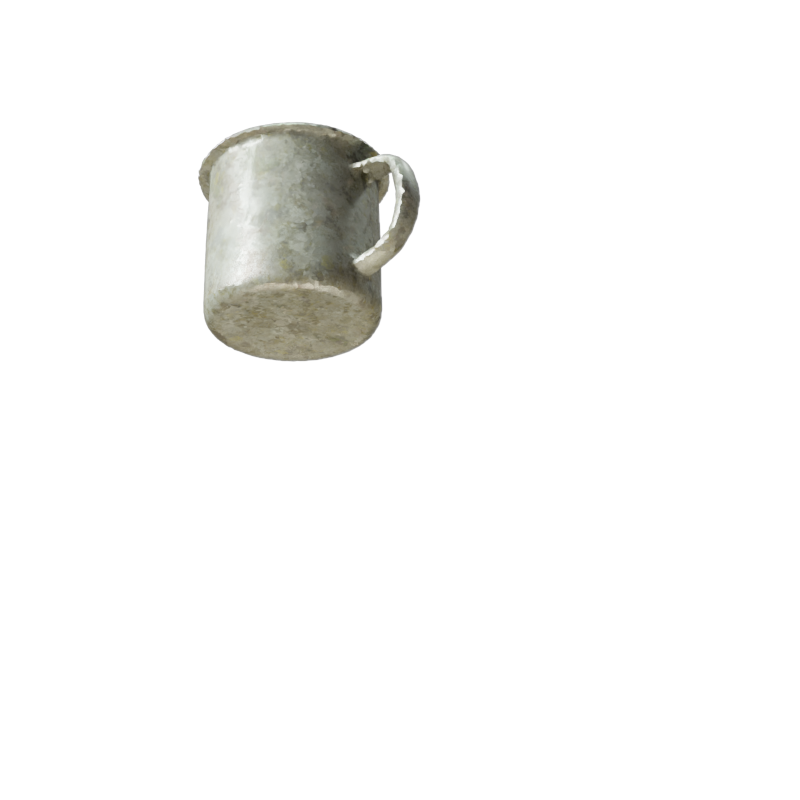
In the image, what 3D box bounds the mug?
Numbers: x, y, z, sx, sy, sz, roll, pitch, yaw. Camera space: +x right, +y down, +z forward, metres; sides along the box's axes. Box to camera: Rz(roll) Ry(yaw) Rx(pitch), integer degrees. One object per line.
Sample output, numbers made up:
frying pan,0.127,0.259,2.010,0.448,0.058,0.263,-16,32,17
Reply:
mug,-0.040,-0.073,0.515,0.118,0.087,0.087,-19,-32,31
